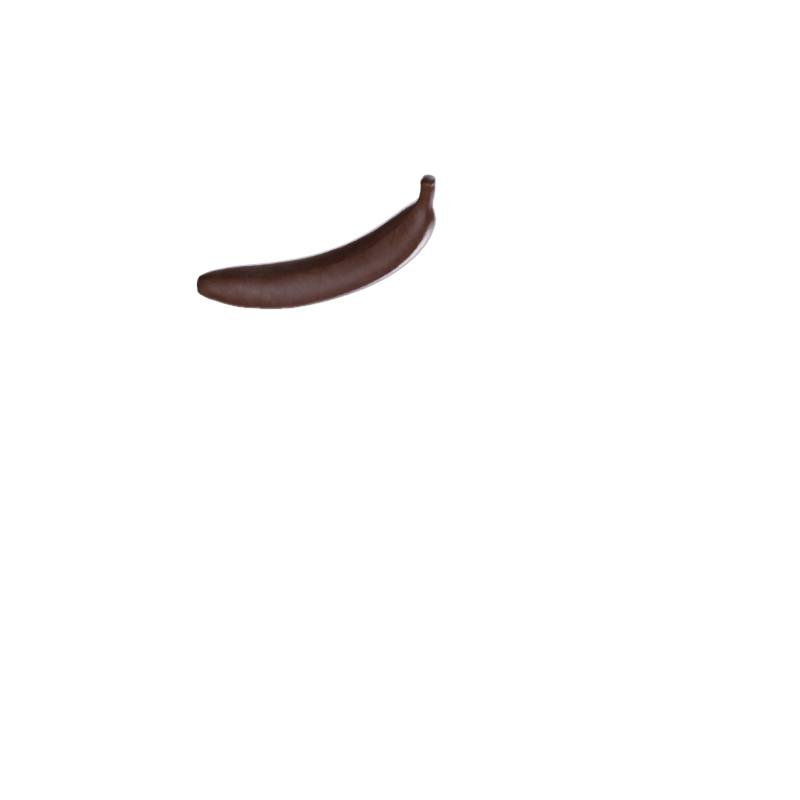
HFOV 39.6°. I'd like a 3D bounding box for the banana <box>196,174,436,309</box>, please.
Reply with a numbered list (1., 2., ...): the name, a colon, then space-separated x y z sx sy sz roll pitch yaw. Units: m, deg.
1. banana: -0.052 -0.105 0.821 0.198 0.065 0.039 -23 32 14
